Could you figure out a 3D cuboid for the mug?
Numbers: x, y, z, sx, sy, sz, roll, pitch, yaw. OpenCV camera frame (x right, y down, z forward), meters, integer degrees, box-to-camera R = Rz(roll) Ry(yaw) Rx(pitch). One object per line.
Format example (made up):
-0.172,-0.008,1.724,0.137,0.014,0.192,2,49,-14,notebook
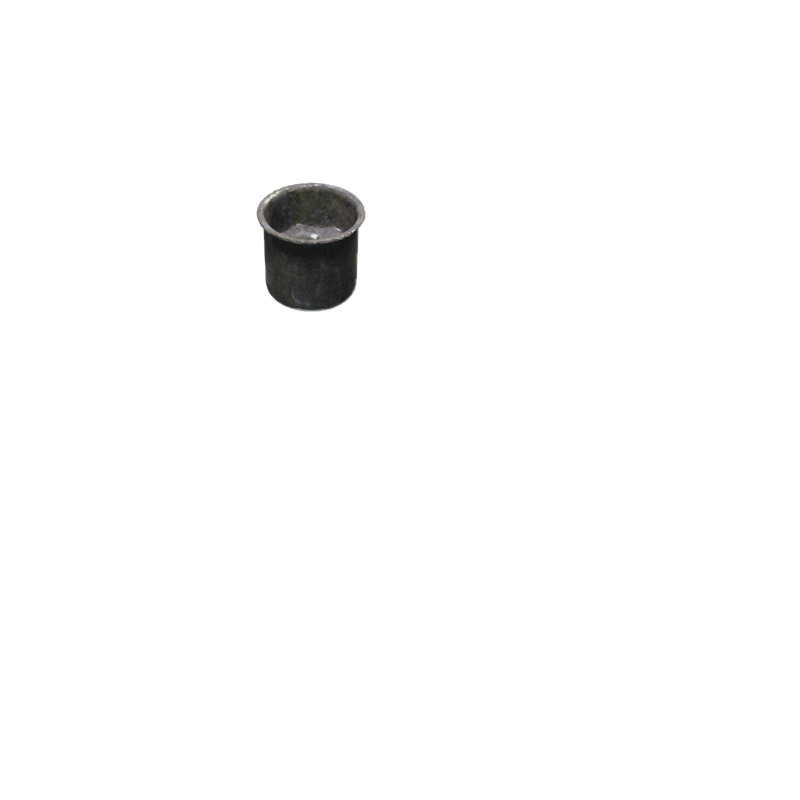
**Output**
-0.077,-0.140,0.978,0.094,0.076,0.124,5,40,4,mug
